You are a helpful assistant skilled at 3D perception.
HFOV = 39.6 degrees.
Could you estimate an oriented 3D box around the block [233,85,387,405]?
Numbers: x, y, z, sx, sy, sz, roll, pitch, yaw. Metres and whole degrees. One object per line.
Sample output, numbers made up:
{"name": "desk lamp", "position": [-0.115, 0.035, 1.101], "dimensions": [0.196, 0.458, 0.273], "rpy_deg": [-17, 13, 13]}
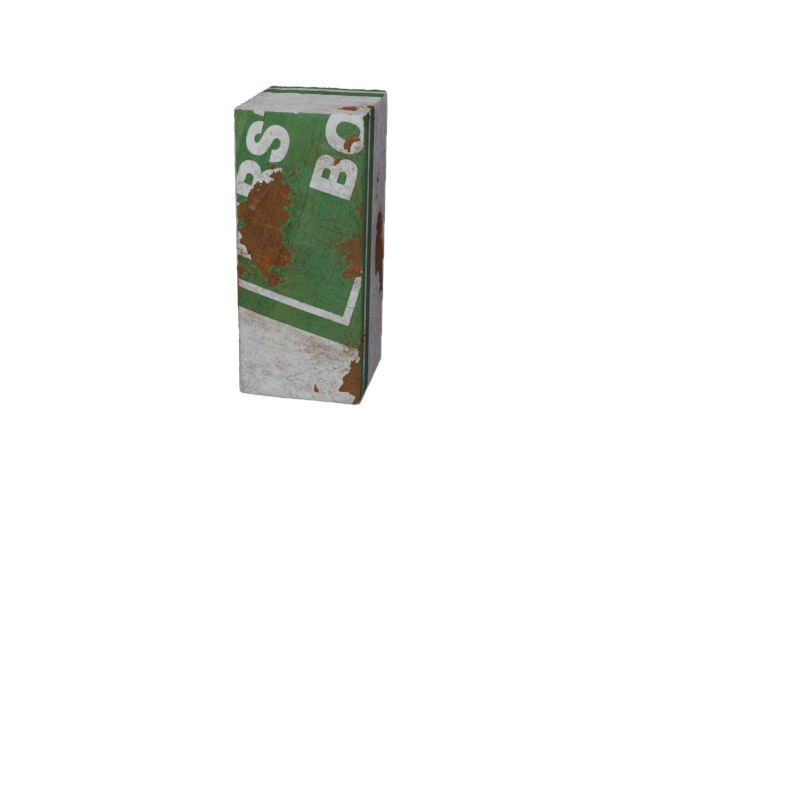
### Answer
{"name": "block", "position": [-0.061, -0.112, 0.788], "dimensions": [0.092, 0.197, 0.093], "rpy_deg": [5, 20, 11]}
